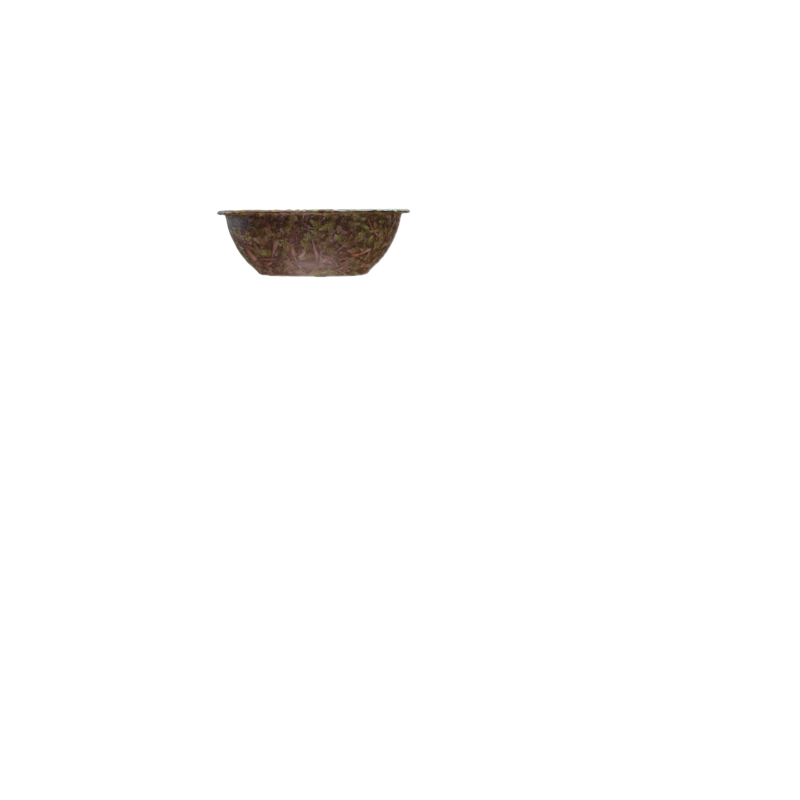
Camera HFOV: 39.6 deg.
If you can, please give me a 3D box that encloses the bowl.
[{"bbox_3d":[-0.073,-0.133,0.931,0.162,0.054,0.164,0,8,-2],"label":"bowl"}]
